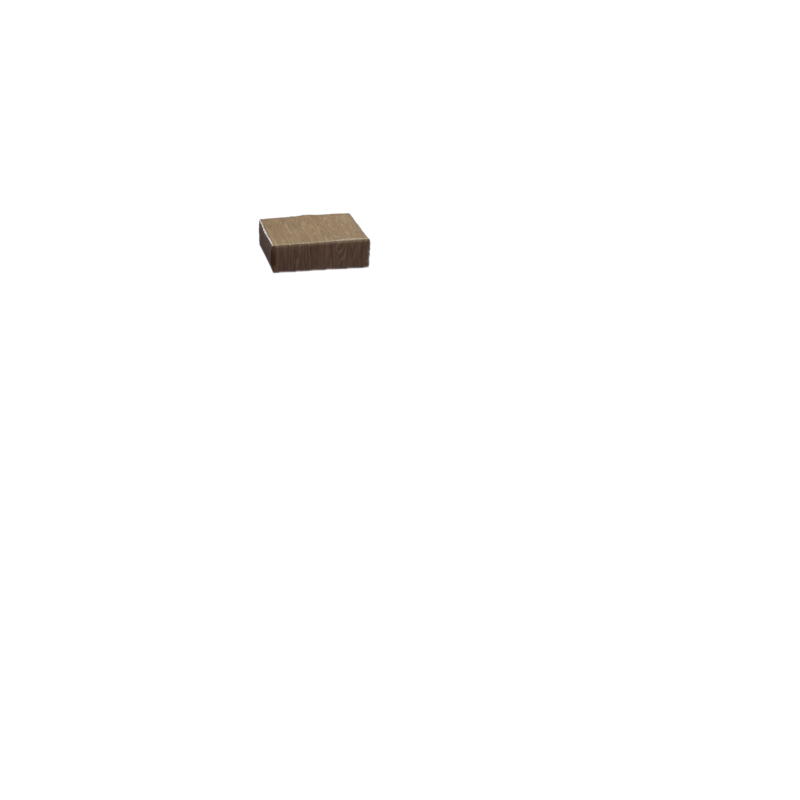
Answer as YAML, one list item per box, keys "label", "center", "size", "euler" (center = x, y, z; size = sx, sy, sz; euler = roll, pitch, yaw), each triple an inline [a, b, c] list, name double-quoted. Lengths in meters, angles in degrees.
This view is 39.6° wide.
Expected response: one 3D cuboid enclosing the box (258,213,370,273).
- label: "box"
  center: [-0.078, -0.142, 0.996]
  size: [0.088, 0.029, 0.078]
  euler: [-6, 27, -12]
